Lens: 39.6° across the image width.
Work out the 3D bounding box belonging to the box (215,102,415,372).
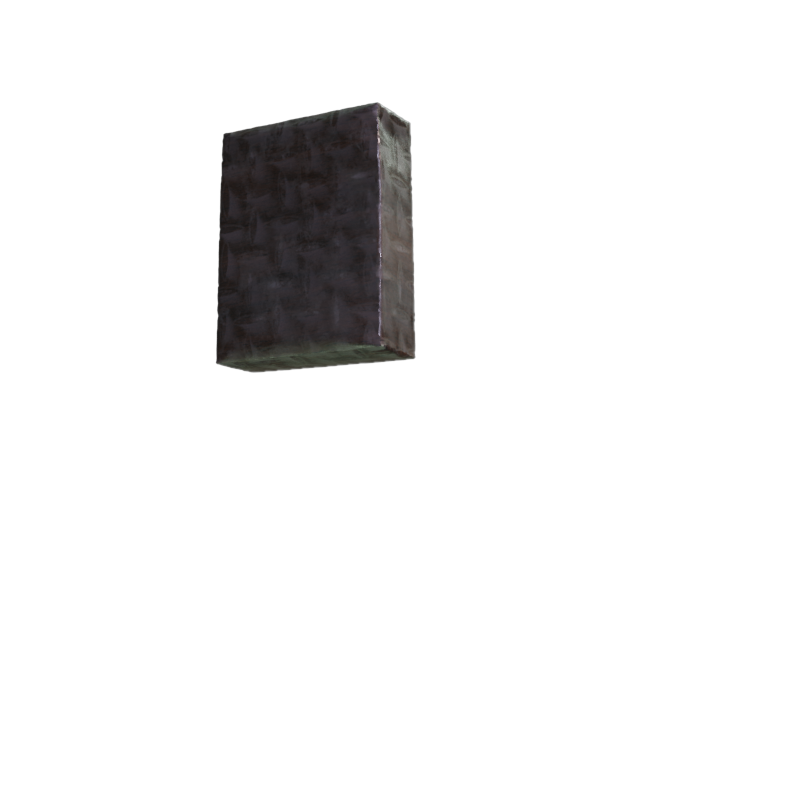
[{"bbox_3d":[-0.075,-0.138,0.964,0.168,0.221,0.068,-6,-14,27],"label":"box"}]
